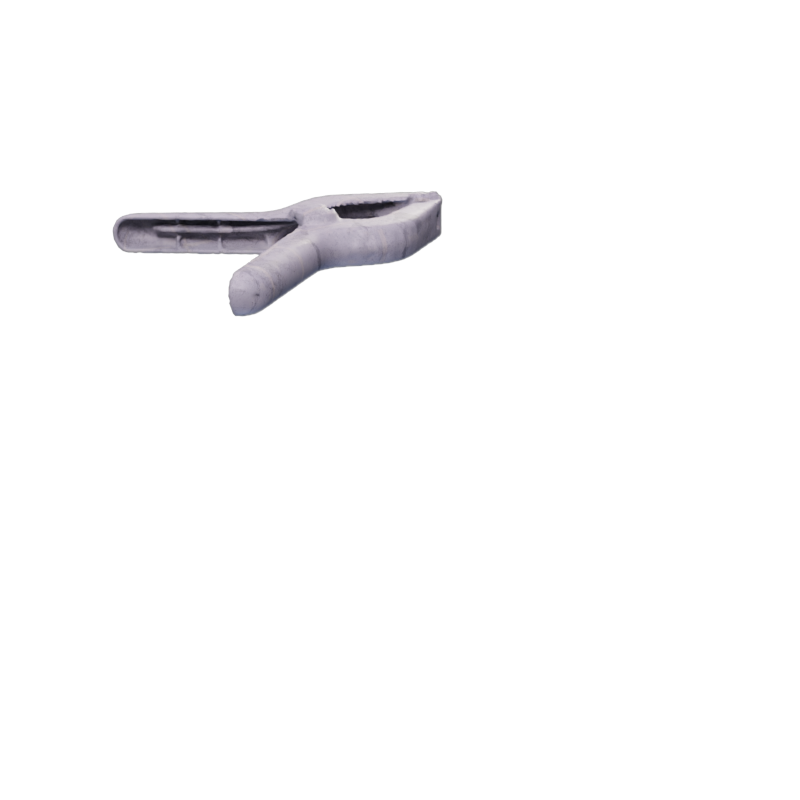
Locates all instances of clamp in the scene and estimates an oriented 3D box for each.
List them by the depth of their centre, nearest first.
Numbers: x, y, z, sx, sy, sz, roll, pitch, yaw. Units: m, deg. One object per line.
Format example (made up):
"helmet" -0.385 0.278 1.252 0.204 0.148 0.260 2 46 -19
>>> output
"clamp" -0.053 -0.097 0.683 0.206 0.035 0.176 -12 27 -26
